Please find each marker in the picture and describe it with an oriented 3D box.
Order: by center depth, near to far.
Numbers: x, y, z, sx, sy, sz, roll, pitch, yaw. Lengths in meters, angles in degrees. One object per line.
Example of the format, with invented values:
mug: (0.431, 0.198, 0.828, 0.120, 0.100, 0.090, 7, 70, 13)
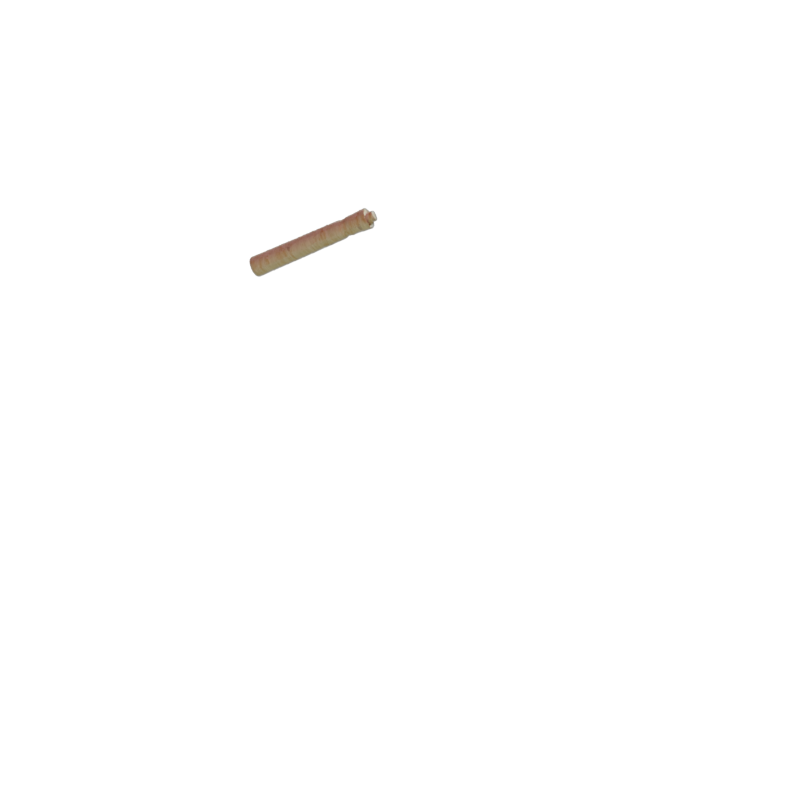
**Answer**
marker: (-0.075, -0.136, 0.954, 0.122, 0.020, 0.019, -20, -4, 22)
